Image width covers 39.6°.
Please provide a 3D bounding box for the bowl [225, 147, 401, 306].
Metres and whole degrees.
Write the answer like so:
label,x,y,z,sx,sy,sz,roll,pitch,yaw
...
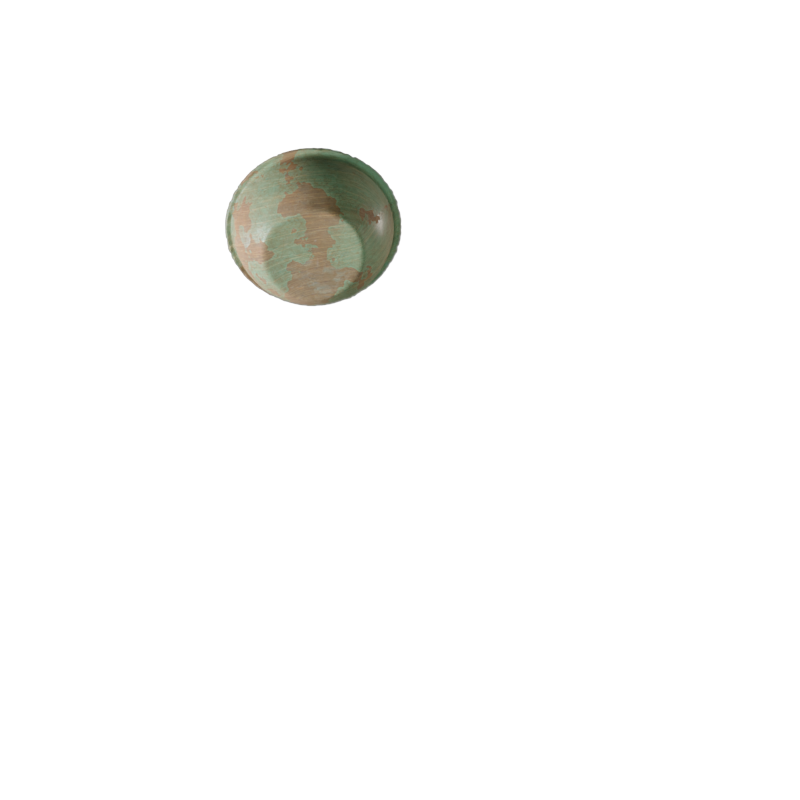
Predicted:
label,x,y,z,sx,sy,sz,roll,pitch,yaw
bowl,-0.078,-0.142,0.995,0.162,0.153,0.058,1,30,-1
